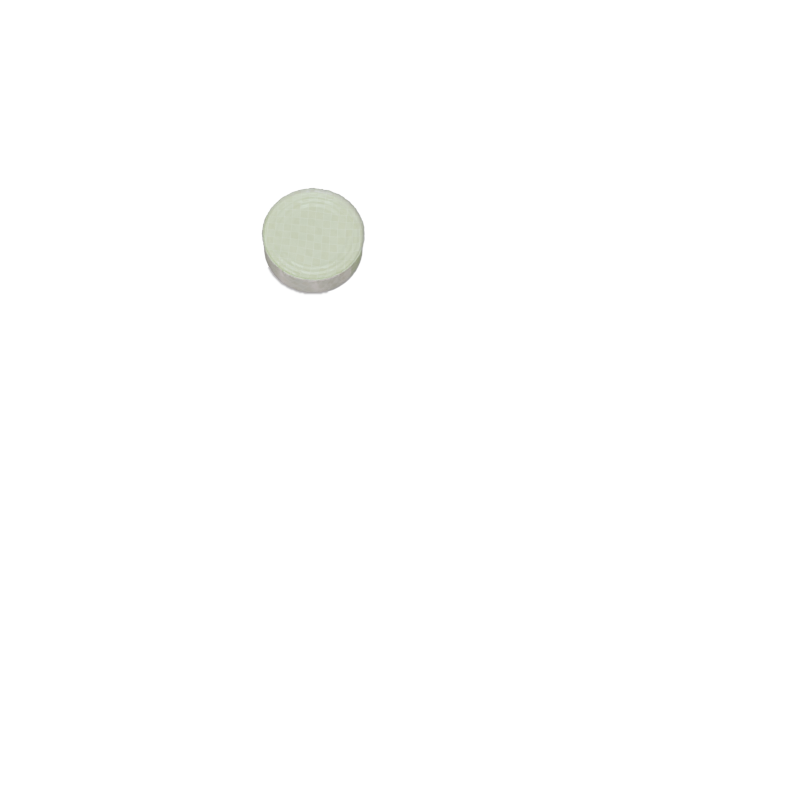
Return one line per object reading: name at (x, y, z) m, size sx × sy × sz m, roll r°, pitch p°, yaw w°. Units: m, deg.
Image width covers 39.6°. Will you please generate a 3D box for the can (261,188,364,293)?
can at (-0.073, -0.134, 0.938) m, size 0.086 × 0.091 × 0.032 m, roll -1°, pitch -24°, yaw -1°
